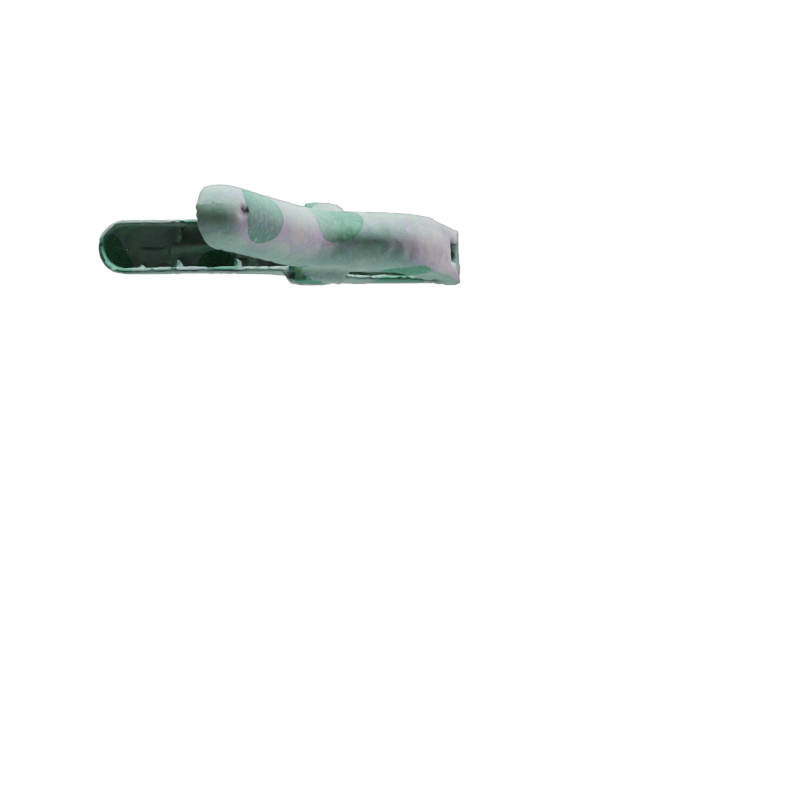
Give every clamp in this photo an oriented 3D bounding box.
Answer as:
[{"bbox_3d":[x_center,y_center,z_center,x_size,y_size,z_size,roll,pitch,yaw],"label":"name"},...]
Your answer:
[{"bbox_3d":[-0.039,-0.071,0.494,0.167,0.039,0.124,-2,6,-24],"label":"clamp"}]
